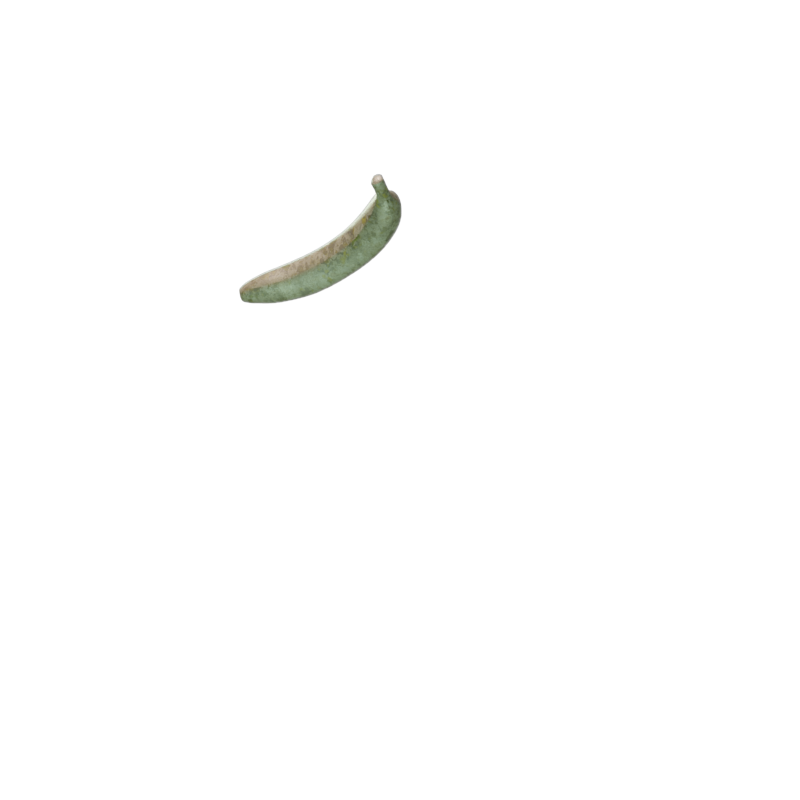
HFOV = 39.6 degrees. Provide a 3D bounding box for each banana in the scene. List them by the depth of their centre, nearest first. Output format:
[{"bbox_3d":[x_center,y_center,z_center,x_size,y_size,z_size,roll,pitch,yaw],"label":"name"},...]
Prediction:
[{"bbox_3d":[-0.062,-0.137,1.003,0.065,0.039,0.195,32,-52,-31],"label":"banana"}]
